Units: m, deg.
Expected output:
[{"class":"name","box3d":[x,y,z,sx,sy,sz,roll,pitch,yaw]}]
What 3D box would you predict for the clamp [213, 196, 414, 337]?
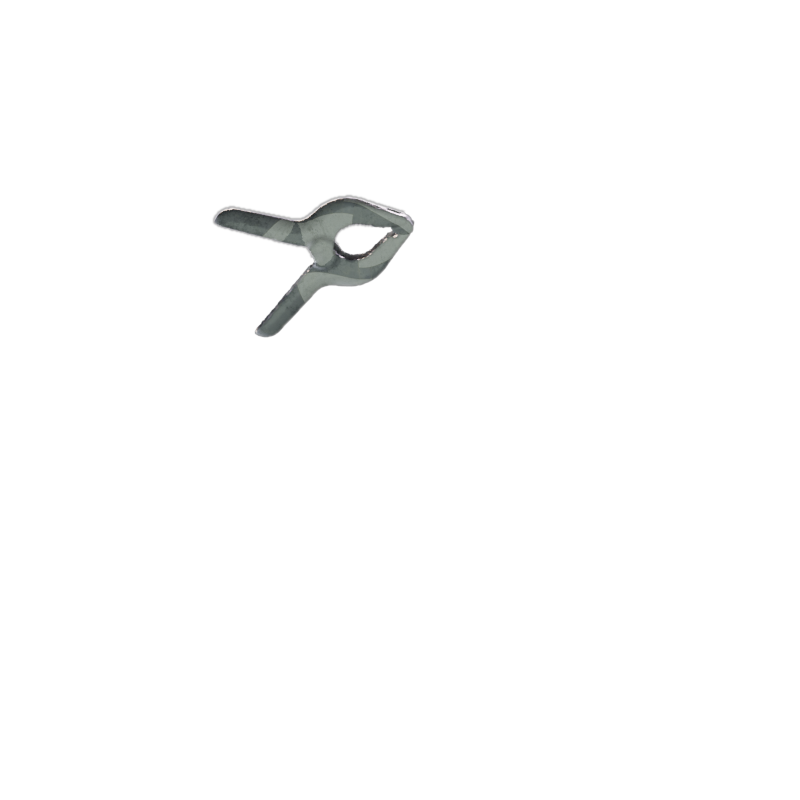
[{"class":"clamp","box3d":[-0.076,-0.138,0.968,0.171,0.115,0.041,-26,18,8]}]
